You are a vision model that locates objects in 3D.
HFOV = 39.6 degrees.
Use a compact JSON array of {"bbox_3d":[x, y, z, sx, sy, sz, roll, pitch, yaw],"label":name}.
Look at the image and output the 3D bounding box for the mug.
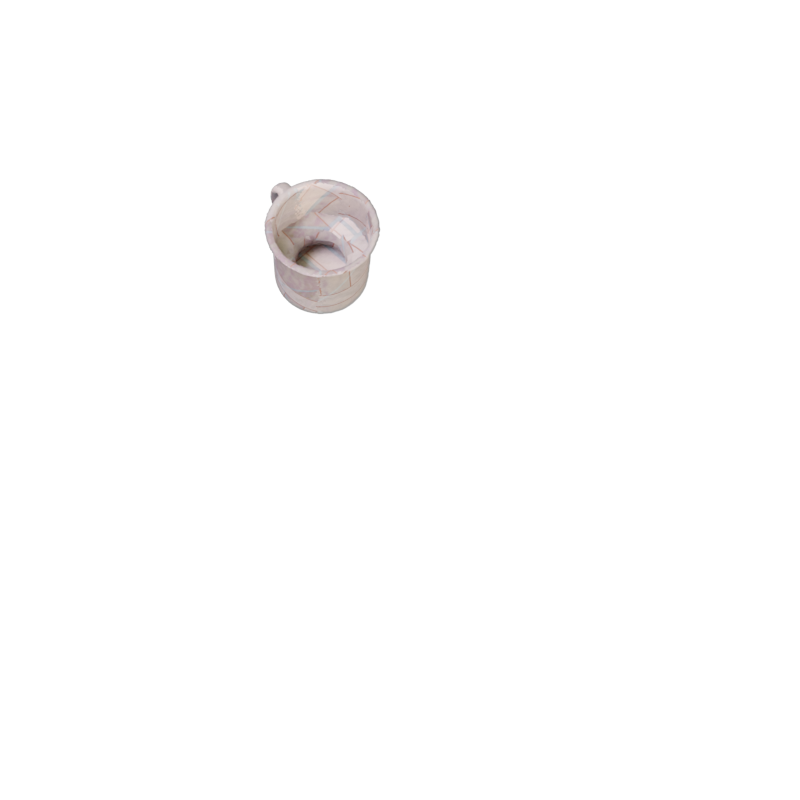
[{"bbox_3d":[-0.073,-0.133,0.933,0.093,0.124,0.077,-34,-22,-18],"label":"mug"}]
